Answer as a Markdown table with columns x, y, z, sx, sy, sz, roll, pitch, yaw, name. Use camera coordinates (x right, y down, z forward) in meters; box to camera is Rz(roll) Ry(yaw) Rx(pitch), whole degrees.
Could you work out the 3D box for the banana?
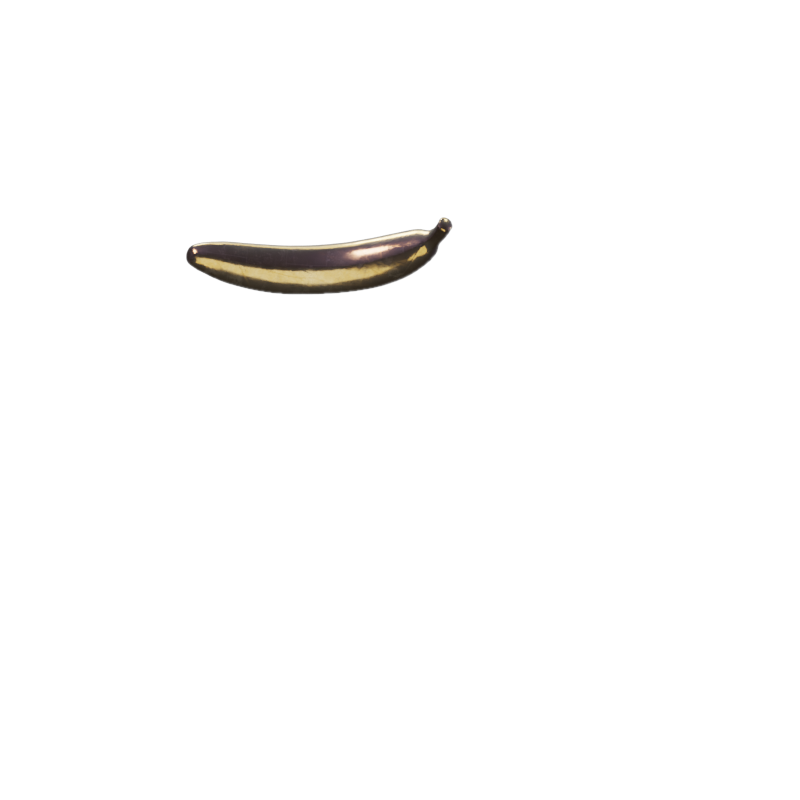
| x | y | z | sx | sy | sz | roll | pitch | yaw | name |
| --- | --- | --- | --- | --- | --- | --- | --- | --- | --- |
| -0.058 | -0.107 | 0.831 | 0.199 | 0.039 | 0.064 | -7 | -38 | 8 | banana |
